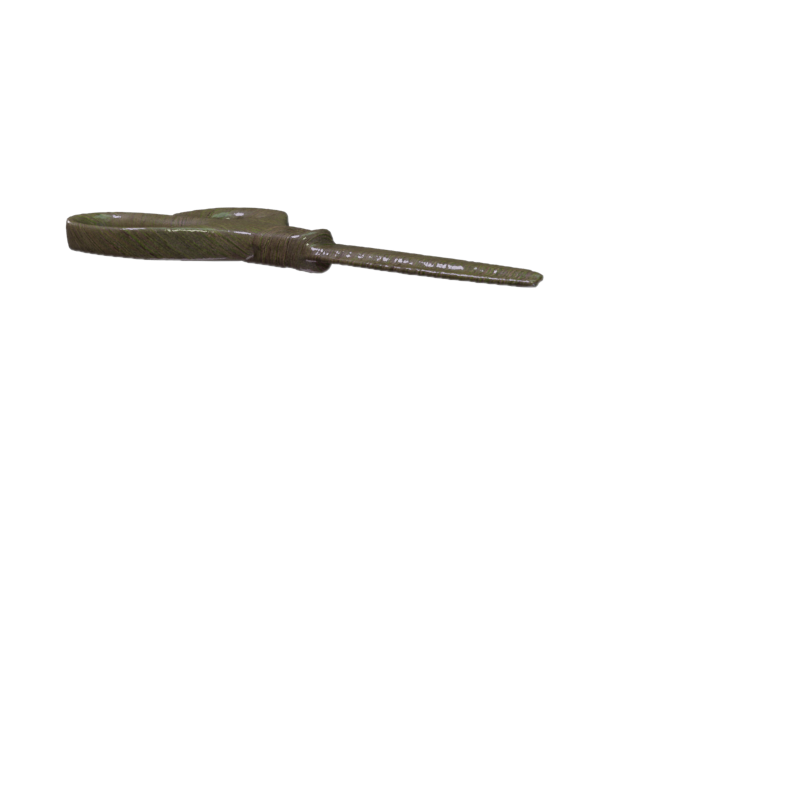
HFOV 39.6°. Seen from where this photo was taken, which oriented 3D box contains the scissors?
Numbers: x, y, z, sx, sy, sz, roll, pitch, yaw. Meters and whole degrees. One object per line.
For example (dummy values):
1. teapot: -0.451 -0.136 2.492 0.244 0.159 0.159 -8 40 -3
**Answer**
1. scissors: -0.032 -0.058 0.408 0.209 0.015 0.095 8 17 27
